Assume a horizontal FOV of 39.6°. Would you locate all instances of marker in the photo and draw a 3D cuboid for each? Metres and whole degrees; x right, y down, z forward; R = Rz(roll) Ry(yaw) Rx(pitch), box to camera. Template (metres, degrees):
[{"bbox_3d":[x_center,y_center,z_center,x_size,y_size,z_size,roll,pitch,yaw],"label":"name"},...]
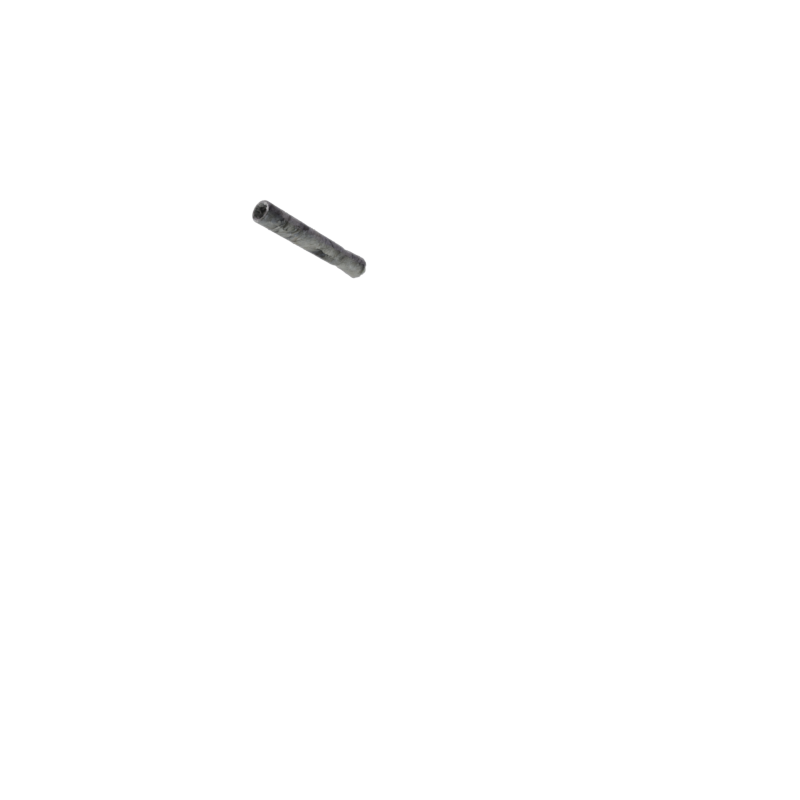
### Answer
[{"bbox_3d":[-0.069,-0.126,0.882,0.021,0.020,0.113,4,-16,45],"label":"marker"}]
